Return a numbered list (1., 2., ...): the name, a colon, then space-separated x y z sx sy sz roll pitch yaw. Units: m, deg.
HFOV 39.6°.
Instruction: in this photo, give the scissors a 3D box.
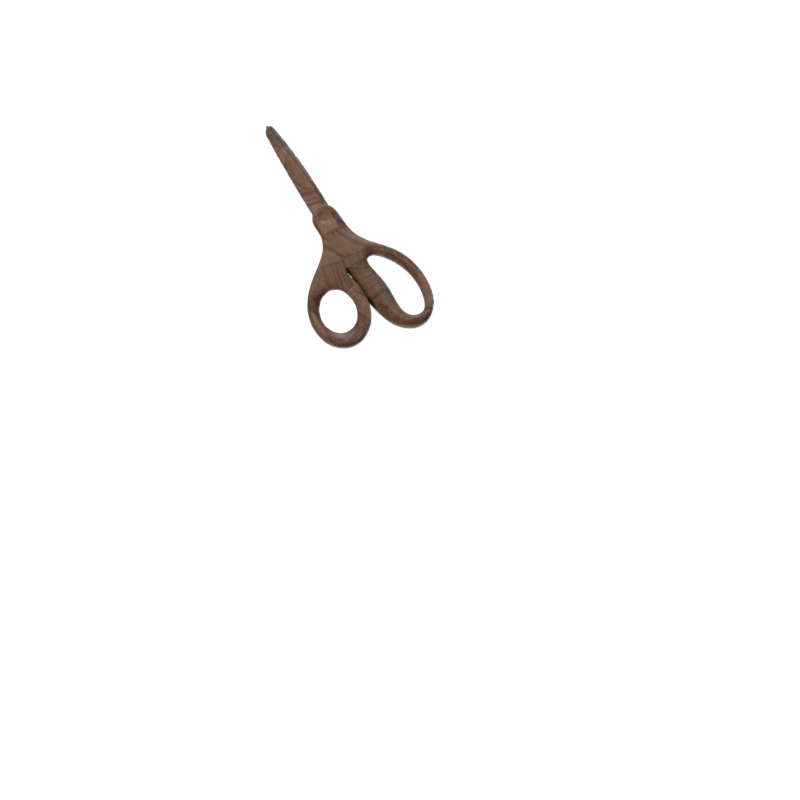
1. scissors: -0.063 -0.115 0.804 0.097 0.213 0.015 -39 -23 -20
